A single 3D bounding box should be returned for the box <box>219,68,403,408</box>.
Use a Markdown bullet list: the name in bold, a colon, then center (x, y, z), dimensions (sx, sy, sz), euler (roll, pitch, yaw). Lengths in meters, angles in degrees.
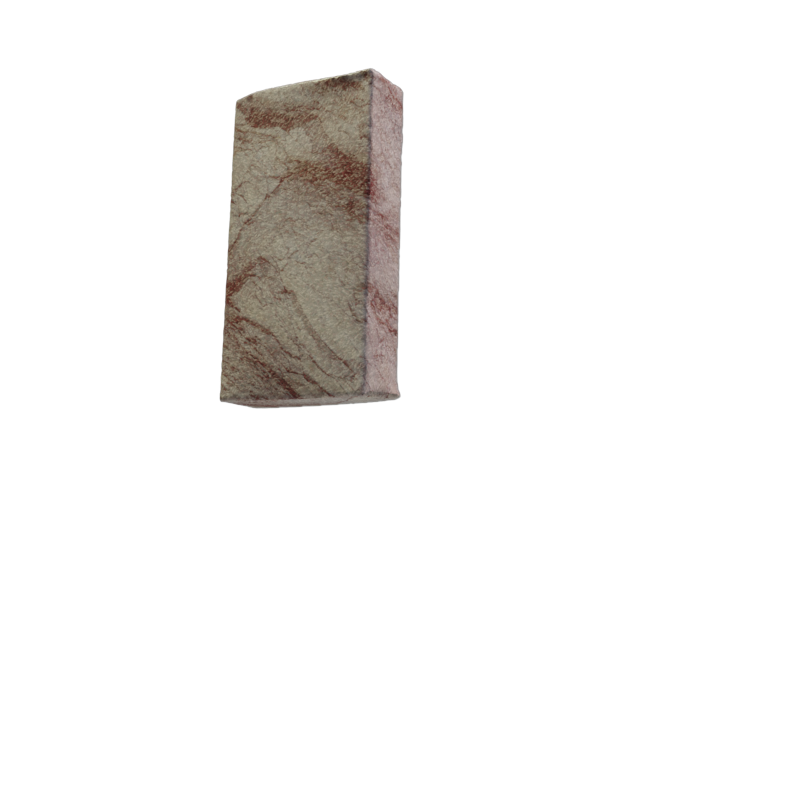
- **box**: center (-0.048, -0.086, 0.606), dimensions (0.096, 0.181, 0.045), euler (-7, -13, 29)
